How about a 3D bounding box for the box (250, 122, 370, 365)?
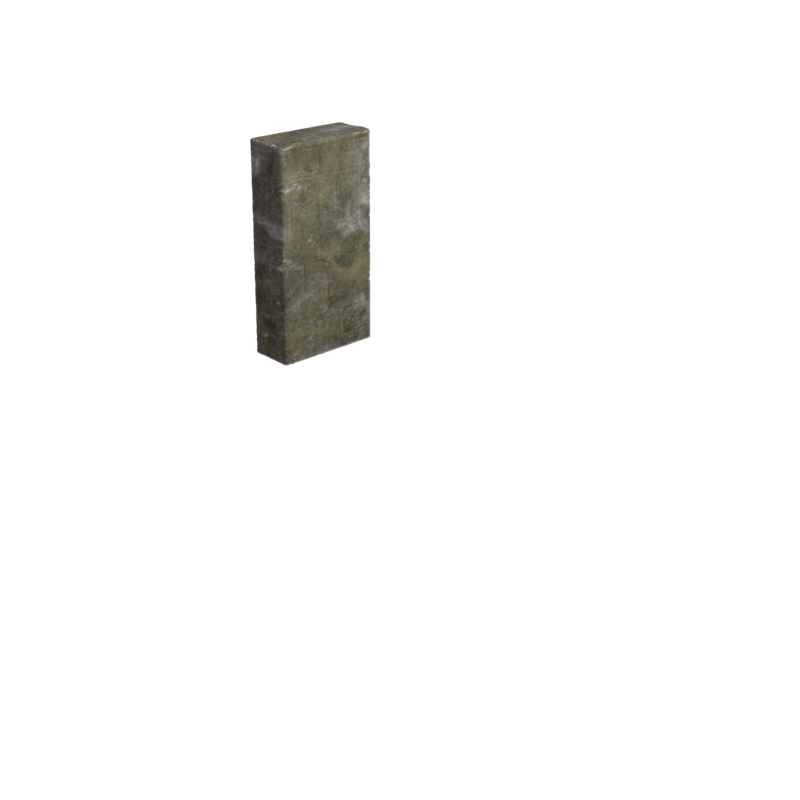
[{"bbox_3d":[-0.068,-0.125,0.875,0.092,0.168,0.051,-18,28,-40],"label":"box"}]
